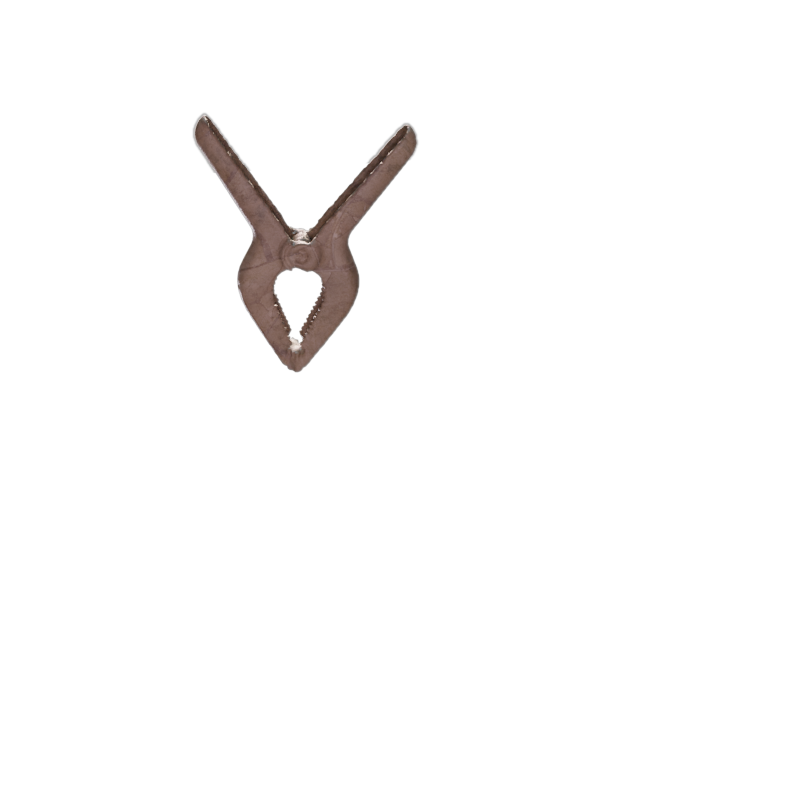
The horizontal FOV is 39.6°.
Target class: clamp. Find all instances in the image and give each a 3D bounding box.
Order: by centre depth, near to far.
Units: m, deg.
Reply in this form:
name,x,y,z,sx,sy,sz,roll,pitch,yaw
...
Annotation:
name,x,y,z,sx,sy,sz,roll,pitch,yaw
clamp,-0.067,-0.122,0.854,0.165,0.200,0.038,-3,22,1
